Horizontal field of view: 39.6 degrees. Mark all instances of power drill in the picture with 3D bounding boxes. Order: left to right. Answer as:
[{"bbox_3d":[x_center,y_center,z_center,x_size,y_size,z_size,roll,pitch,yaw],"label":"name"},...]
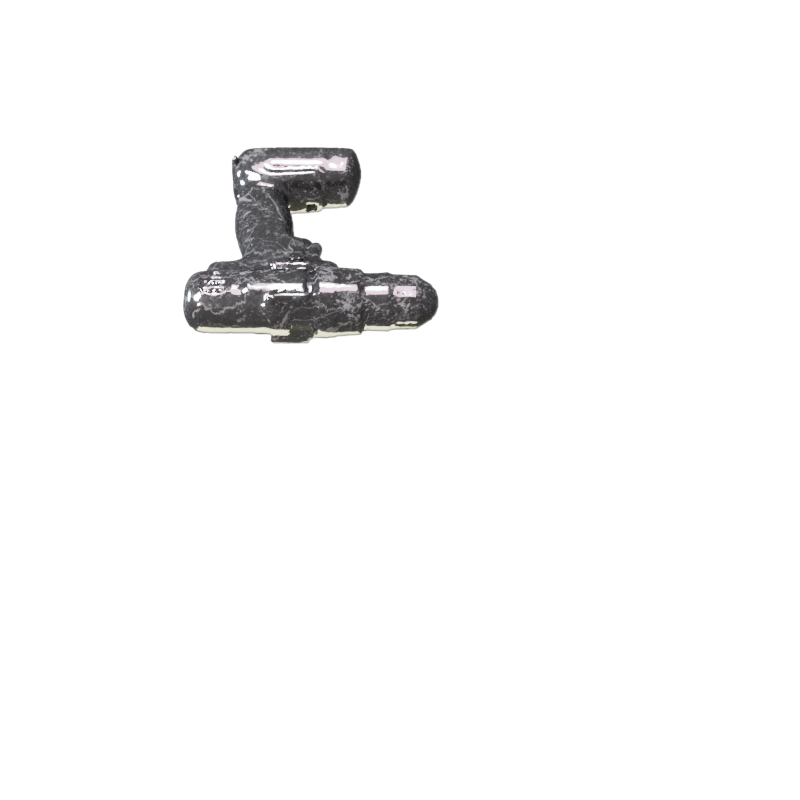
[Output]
[{"bbox_3d":[-0.067,-0.122,0.856,0.184,0.053,0.201,0,43,0],"label":"power drill"}]
